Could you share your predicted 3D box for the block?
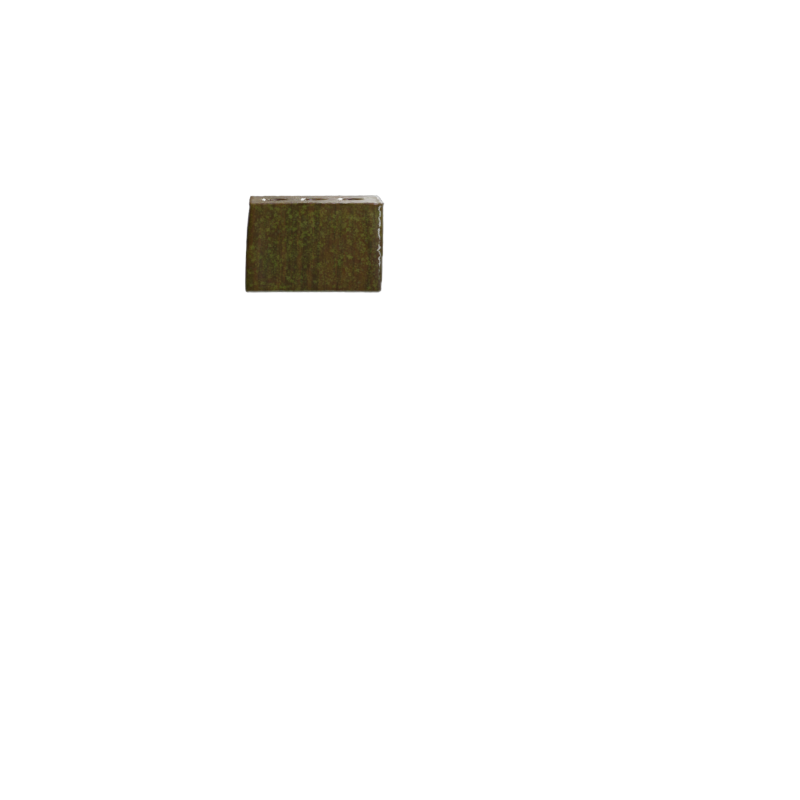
[{"bbox_3d":[-0.050,-0.092,0.643,0.078,0.050,0.054,-1,12,-3],"label":"block"}]
